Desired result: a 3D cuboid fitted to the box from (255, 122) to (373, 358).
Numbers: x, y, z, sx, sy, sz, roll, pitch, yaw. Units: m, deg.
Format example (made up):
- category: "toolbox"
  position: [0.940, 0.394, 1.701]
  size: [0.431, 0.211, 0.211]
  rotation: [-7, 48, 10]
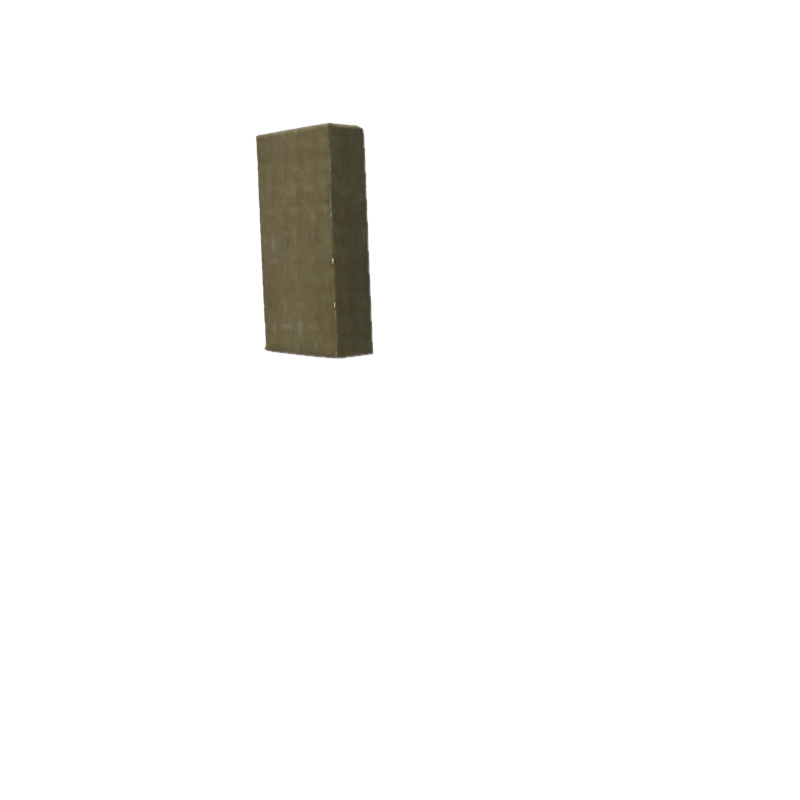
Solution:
- category: "box"
  position: [-0.067, -0.124, 0.866]
  size: [0.046, 0.177, 0.097]
  rotation: [1, 0, -42]
